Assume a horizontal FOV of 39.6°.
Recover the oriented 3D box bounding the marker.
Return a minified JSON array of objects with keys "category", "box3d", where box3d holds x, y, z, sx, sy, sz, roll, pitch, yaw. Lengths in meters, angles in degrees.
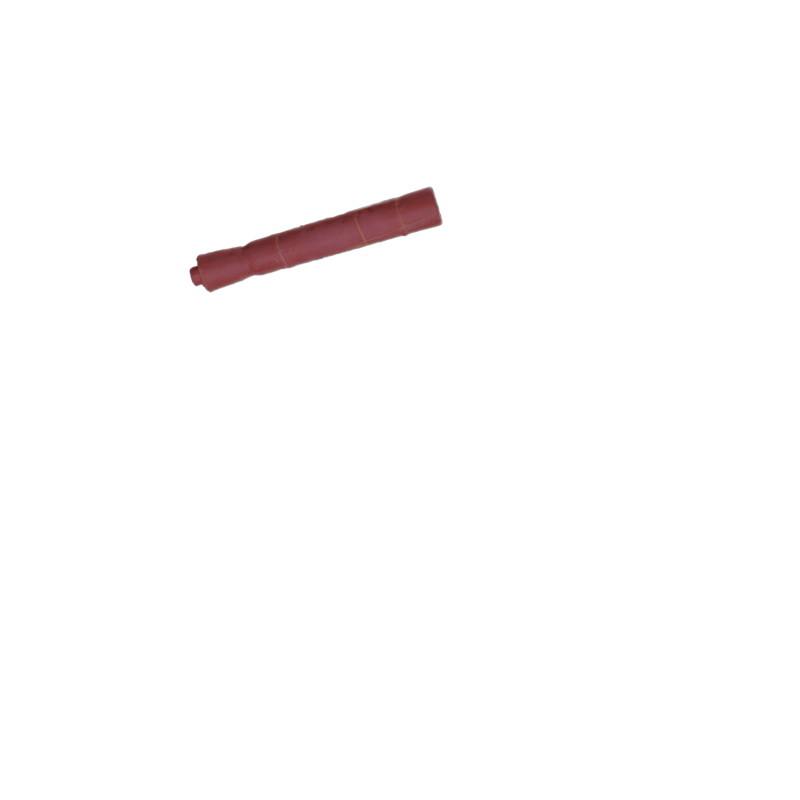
[{"category":"marker","box3d":[-0.041,-0.074,0.520,0.121,0.020,0.020,-15,2,7]}]
